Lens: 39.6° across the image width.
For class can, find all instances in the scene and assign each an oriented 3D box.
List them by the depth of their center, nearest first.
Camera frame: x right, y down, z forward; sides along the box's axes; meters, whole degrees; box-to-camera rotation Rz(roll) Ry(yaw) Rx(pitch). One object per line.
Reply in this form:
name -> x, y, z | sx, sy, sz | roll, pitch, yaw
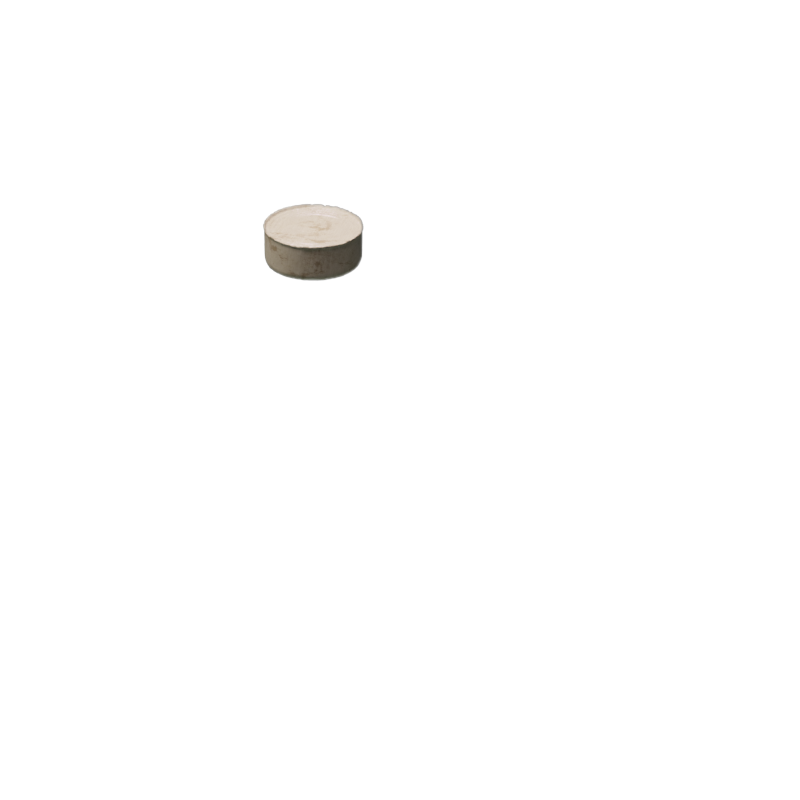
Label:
can -> -0.075, -0.136, 0.954 | 0.086, 0.032, 0.091 | -1, 32, -2
